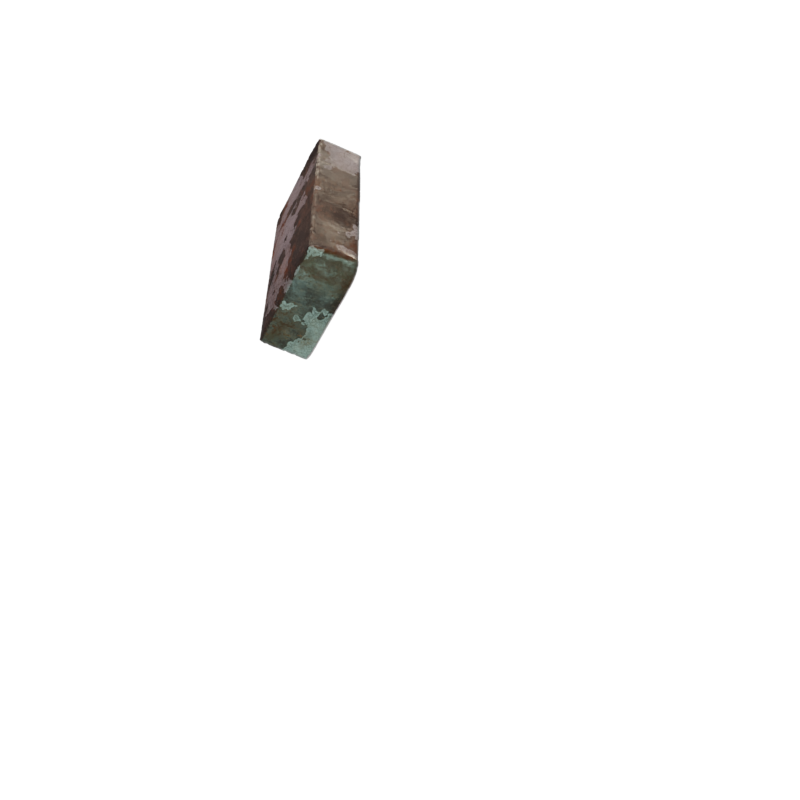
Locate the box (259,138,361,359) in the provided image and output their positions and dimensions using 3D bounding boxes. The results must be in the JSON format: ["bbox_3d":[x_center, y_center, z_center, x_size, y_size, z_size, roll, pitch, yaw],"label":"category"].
[{"bbox_3d":[-0.068,-0.123,0.860,0.046,0.090,0.188,21,32,-18],"label":"box"}]
